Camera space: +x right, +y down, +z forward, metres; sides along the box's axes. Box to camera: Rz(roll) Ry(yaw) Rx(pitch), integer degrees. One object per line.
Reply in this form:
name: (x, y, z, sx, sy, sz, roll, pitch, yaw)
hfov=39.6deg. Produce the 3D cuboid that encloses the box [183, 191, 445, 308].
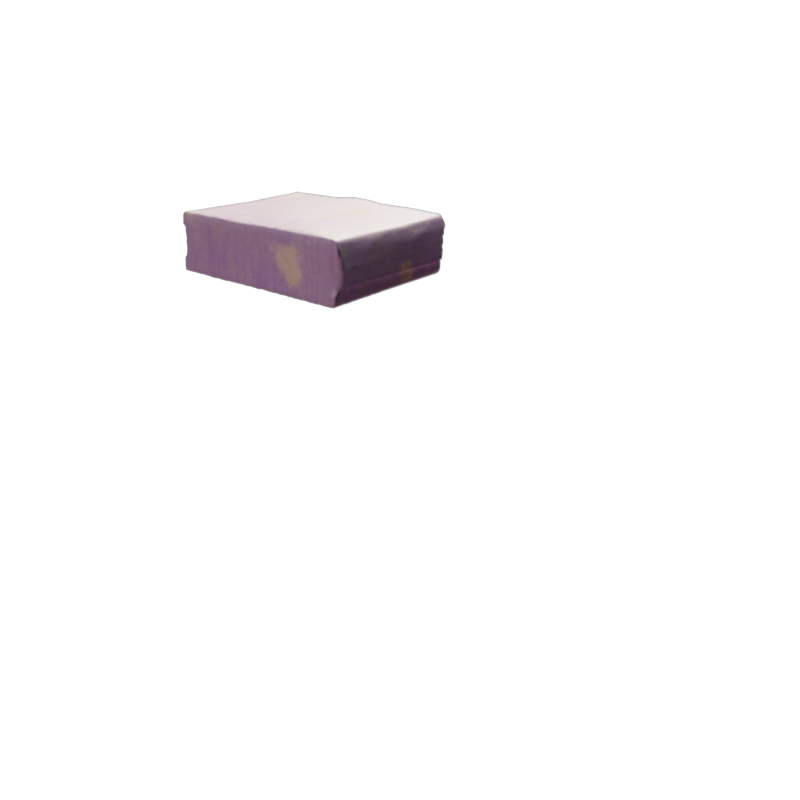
box: (-0.037, -0.068, 0.479, 0.094, 0.029, 0.072, 16, 24, 38)
